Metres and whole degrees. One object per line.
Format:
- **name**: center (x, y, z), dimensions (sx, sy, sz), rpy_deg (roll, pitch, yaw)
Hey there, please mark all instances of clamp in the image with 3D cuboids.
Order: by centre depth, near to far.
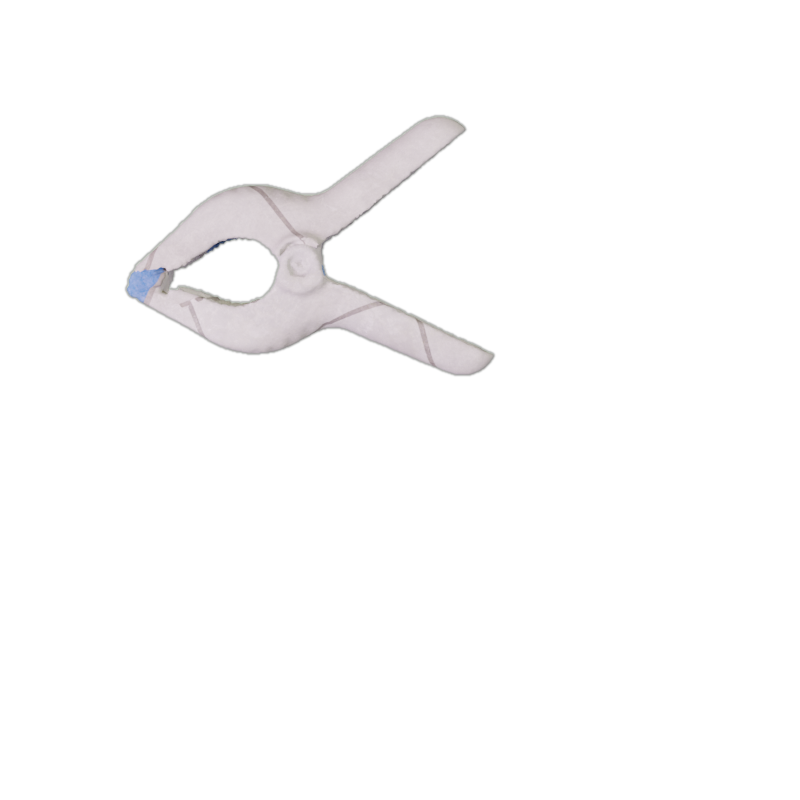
- **clamp**: center (-0.041, -0.074, 0.522), dimensions (0.171, 0.122, 0.038), rpy_deg (2, -7, 0)
